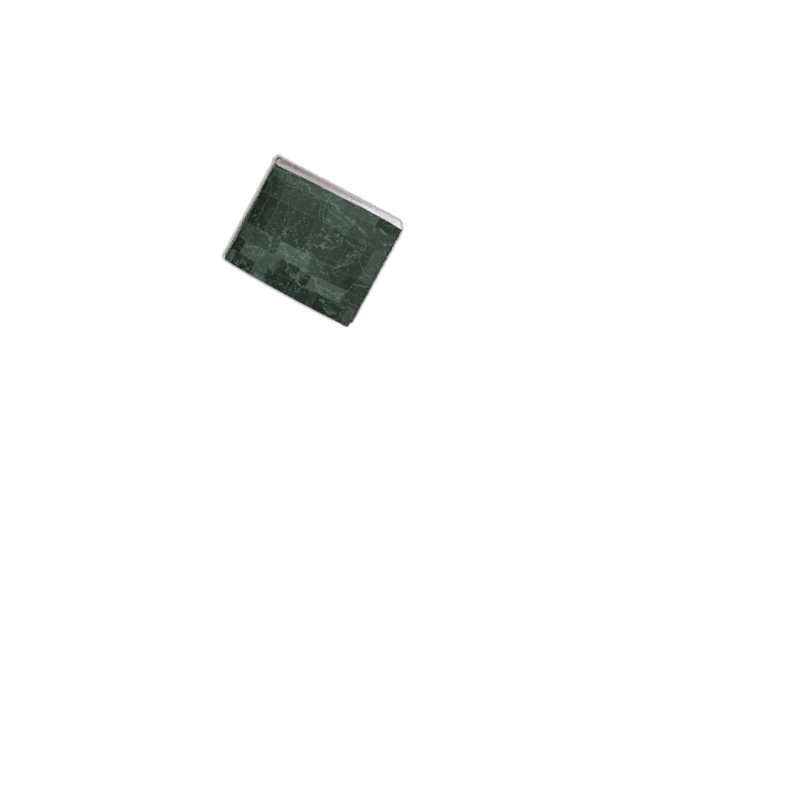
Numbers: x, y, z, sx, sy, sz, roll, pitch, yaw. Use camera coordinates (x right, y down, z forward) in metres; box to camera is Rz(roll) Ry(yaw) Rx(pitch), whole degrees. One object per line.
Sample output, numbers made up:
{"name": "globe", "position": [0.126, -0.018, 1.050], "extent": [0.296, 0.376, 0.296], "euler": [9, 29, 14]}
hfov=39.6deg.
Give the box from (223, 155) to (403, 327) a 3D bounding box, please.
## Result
{"name": "box", "position": [-0.067, -0.122, 0.855], "extent": [0.112, 0.088, 0.040], "euler": [28, 12, -7]}
